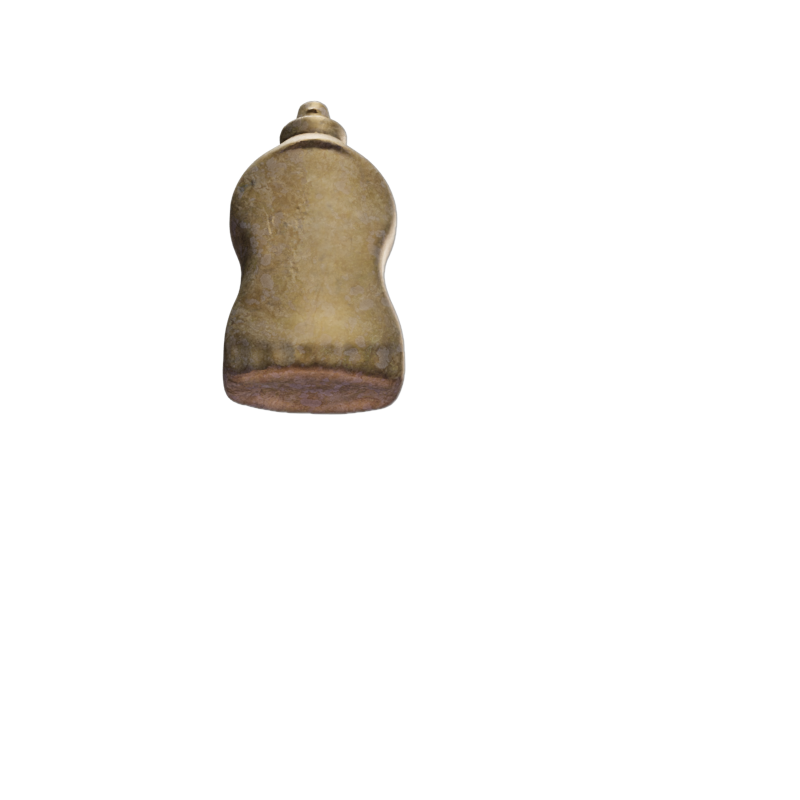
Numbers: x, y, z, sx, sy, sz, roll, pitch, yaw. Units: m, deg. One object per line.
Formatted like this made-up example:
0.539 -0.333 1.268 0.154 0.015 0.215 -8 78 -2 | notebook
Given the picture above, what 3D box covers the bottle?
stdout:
-0.049 -0.090 0.629 0.095 0.204 0.055 0 -30 -4 | bottle
